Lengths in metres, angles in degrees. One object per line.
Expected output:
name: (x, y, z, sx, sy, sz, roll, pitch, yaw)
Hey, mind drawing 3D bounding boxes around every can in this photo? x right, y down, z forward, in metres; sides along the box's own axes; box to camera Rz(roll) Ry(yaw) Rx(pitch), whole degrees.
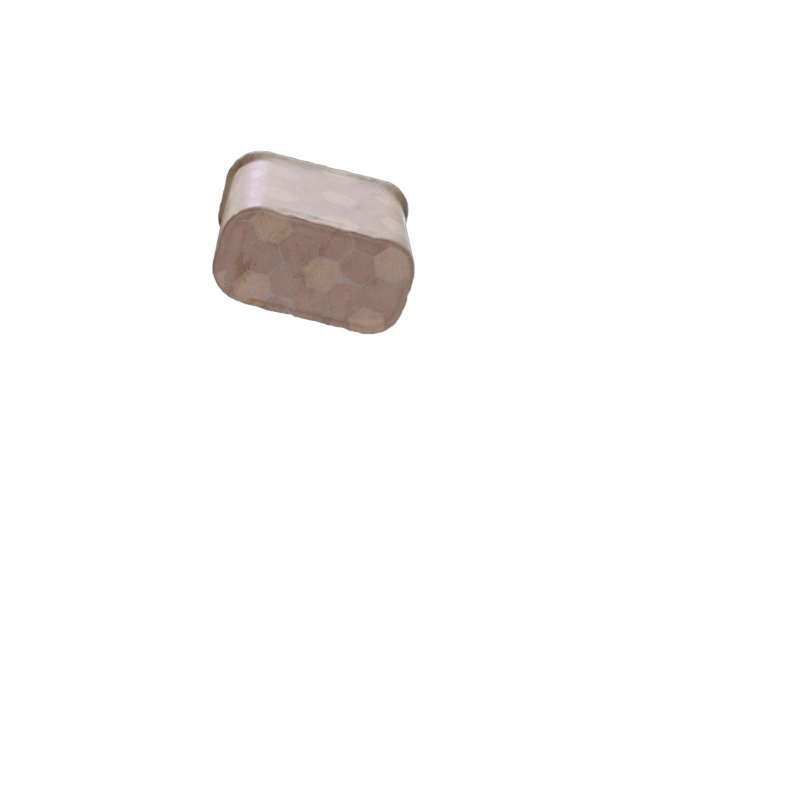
can: (-0.045, -0.082, 0.570, 0.101, 0.055, 0.088, 13, 26, -8)
